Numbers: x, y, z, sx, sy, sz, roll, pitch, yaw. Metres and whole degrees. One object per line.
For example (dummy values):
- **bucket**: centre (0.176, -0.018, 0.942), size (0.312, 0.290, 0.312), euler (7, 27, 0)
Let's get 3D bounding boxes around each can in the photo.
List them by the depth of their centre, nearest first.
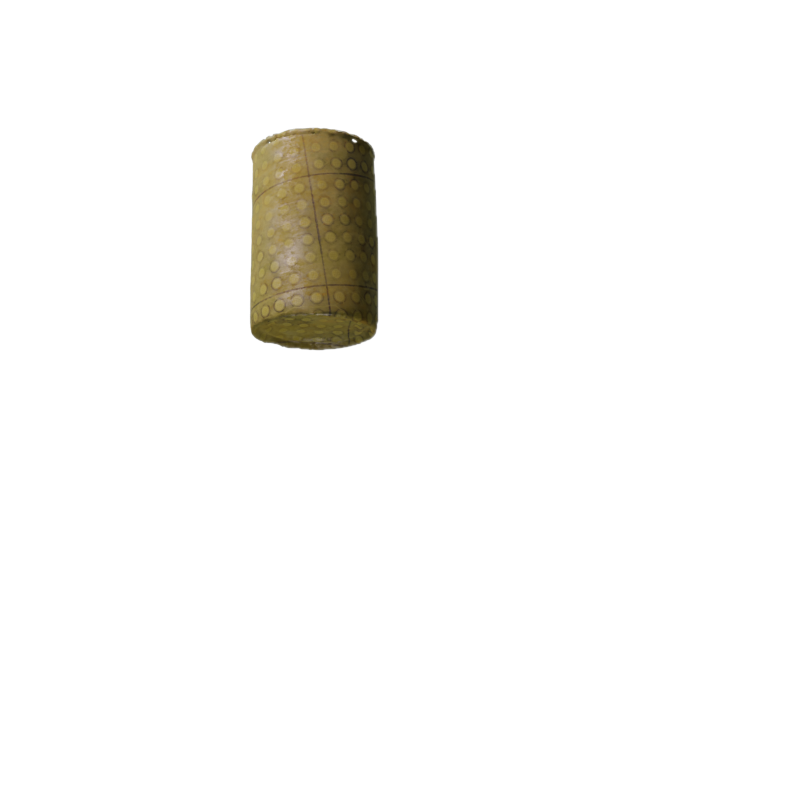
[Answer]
- **can**: centre (-0.046, -0.084, 0.591), size (0.068, 0.107, 0.066), euler (0, -18, -2)
